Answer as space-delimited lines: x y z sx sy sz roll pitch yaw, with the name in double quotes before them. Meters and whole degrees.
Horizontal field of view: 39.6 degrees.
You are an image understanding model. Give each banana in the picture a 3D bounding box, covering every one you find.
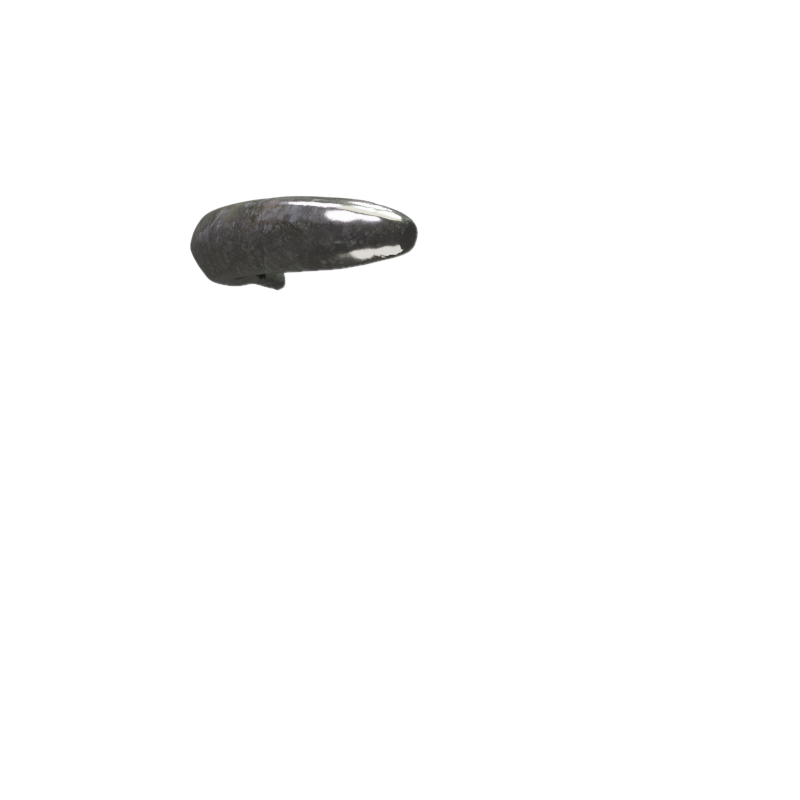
"banana" -0.061 -0.077 0.536 0.068 0.037 0.202 0 2 -22
